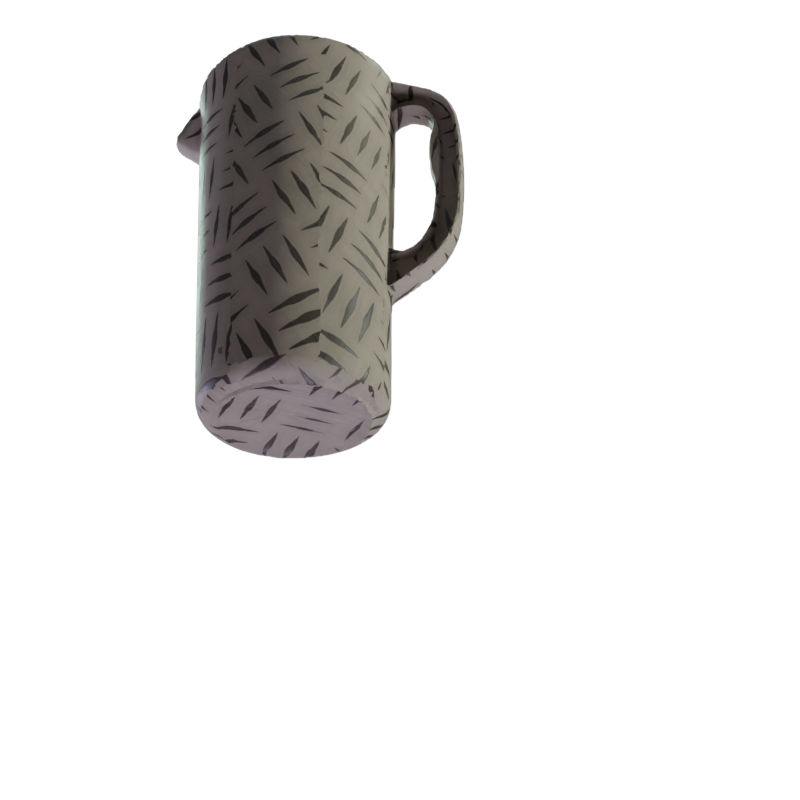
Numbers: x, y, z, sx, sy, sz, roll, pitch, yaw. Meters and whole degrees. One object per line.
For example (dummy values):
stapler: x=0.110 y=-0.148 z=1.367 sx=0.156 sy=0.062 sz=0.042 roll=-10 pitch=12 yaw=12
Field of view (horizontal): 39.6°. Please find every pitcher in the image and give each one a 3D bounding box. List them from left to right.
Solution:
pitcher: x=-0.053 y=-0.096 z=0.672 sx=0.138 sy=0.260 sz=0.147 roll=20 pitch=-39 yaw=-30
